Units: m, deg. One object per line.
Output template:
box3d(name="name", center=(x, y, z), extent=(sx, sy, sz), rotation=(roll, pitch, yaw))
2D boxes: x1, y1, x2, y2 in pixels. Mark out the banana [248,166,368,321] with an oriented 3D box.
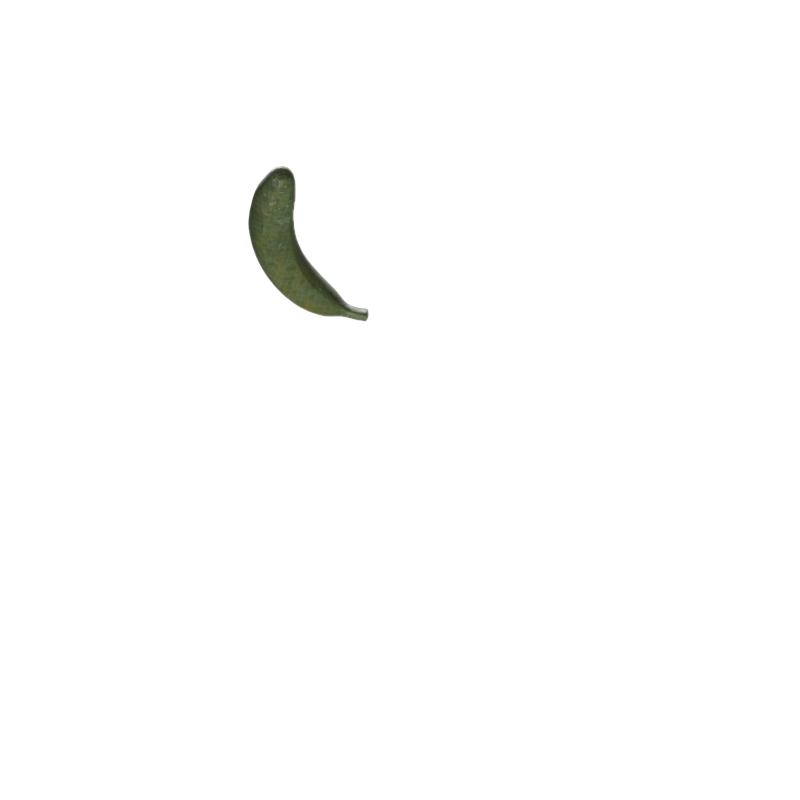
box3d(name="banana", center=(-0.089, -0.126, 0.931), extent=(0.070, 0.039, 0.182), rotation=(-12, -37, 15))
